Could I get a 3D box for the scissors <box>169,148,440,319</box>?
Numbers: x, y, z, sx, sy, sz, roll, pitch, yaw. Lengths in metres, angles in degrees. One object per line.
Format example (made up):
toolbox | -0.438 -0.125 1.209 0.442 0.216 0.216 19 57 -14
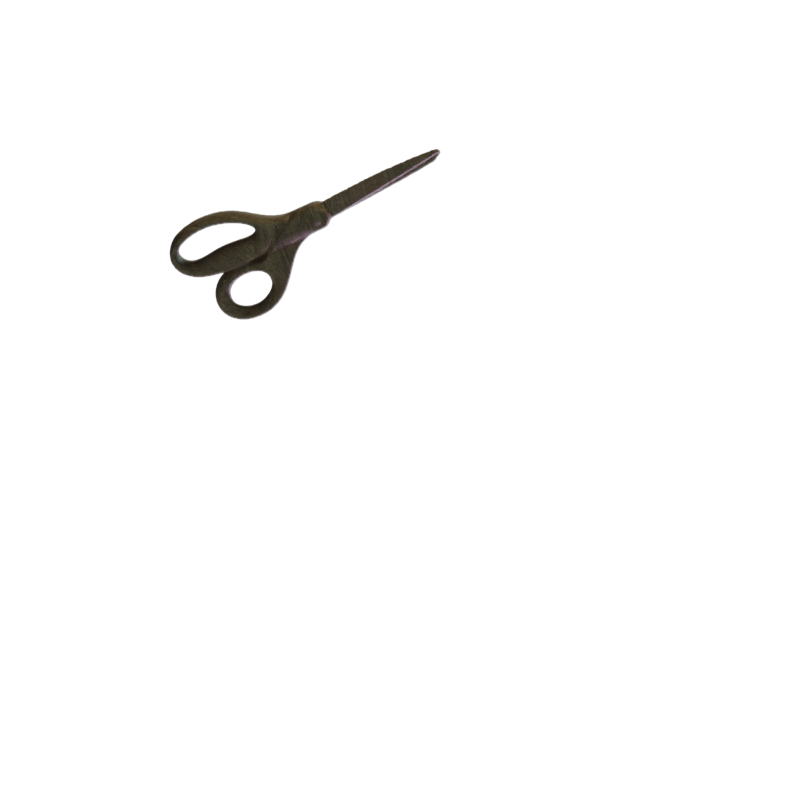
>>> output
scissors | -0.061 -0.111 0.779 0.203 0.089 0.017 -12 33 8
